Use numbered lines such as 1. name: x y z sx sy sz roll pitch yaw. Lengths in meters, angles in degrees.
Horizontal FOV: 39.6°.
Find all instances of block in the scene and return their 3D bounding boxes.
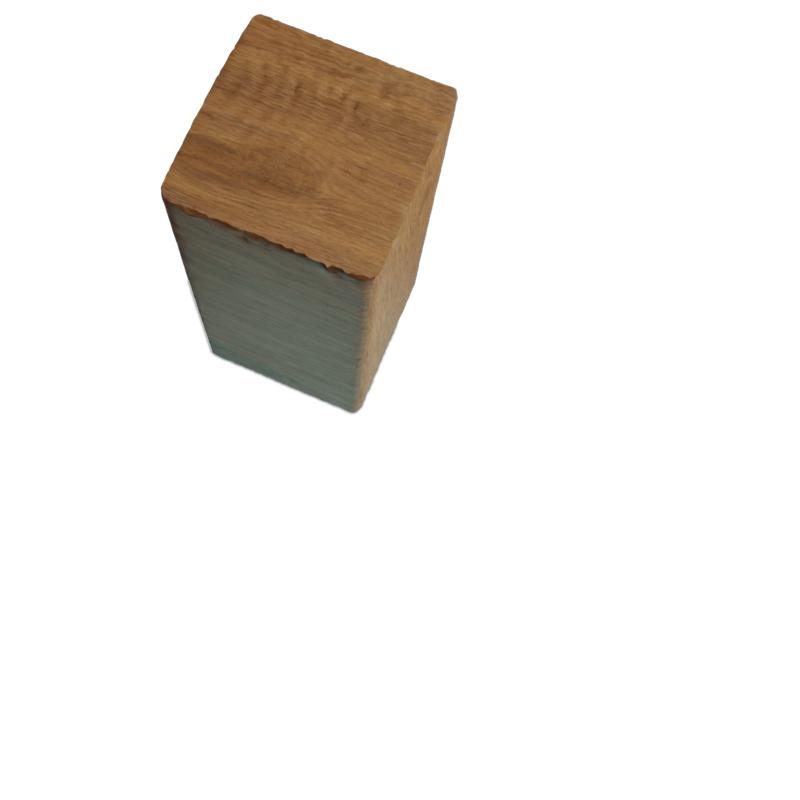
1. block: -0.041 -0.073 0.513 0.092 0.093 0.198 23 -16 3
